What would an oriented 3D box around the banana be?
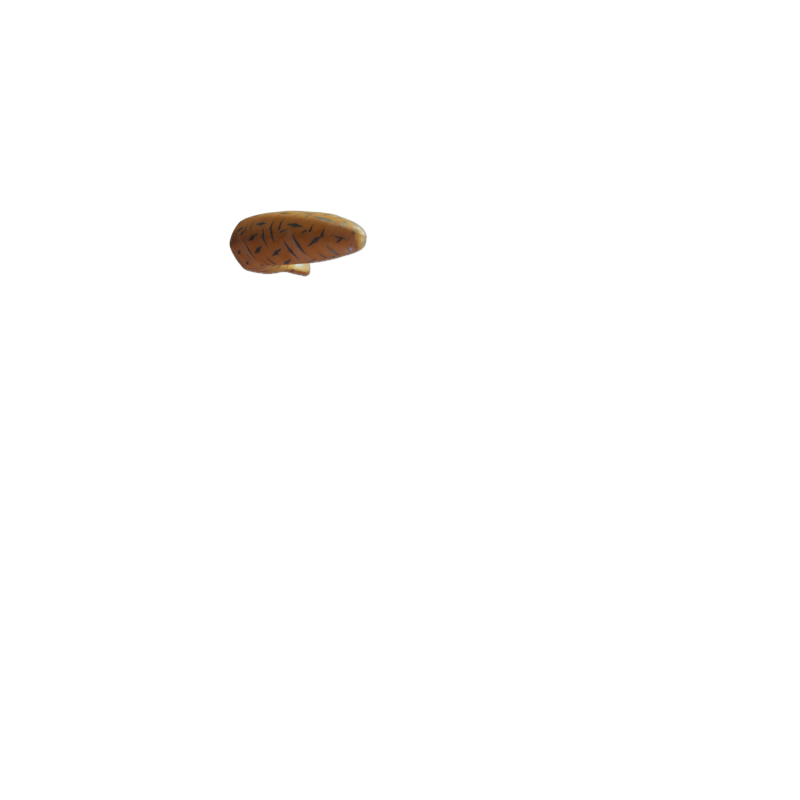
[{"bbox_3d":[-0.077,-0.106,0.742,0.068,0.037,0.201,0,3,-14],"label":"banana"}]
